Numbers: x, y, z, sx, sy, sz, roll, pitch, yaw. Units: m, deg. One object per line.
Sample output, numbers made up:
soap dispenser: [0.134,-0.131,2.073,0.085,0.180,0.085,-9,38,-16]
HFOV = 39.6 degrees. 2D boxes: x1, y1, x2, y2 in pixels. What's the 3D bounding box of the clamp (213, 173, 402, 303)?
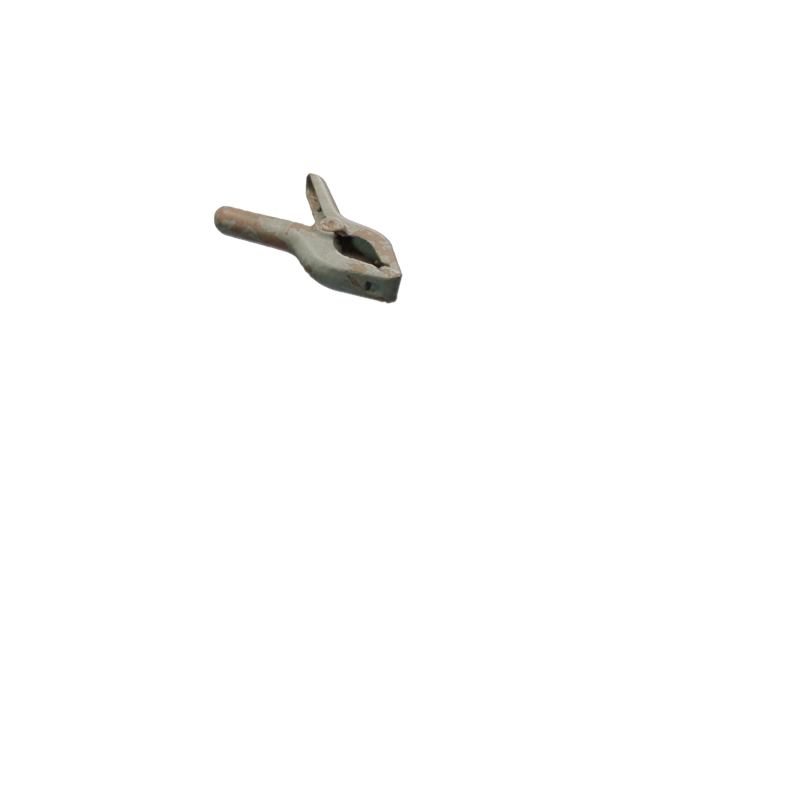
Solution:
clamp: [-0.073,-0.133,0.930,0.119,0.037,0.185,-25,46,-26]
